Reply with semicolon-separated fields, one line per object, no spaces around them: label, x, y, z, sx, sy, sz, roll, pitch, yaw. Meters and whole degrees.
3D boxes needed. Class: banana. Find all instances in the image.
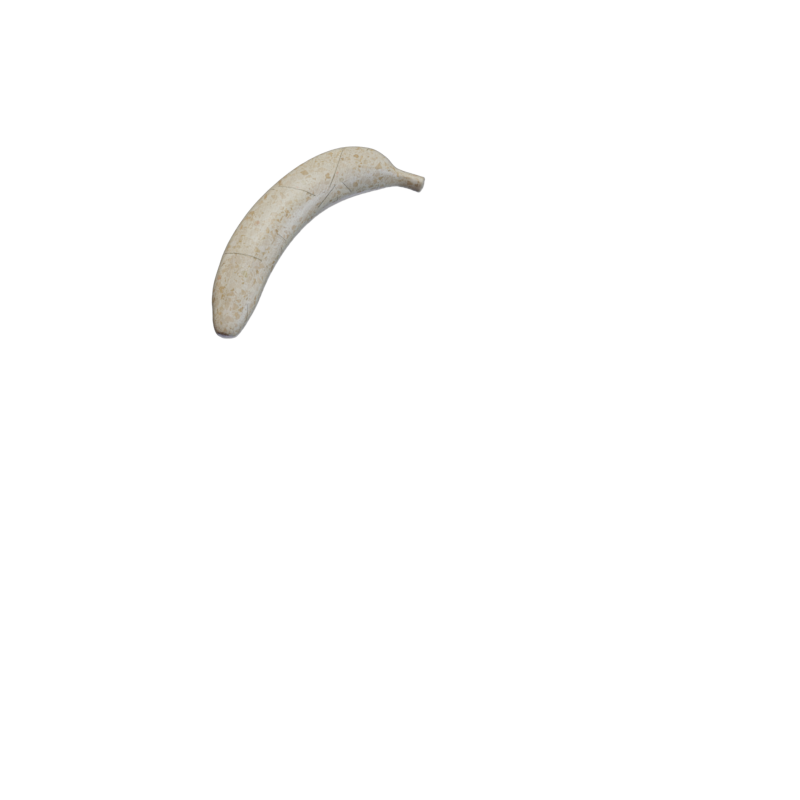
banana;-0.071;-0.125;0.782;0.073;0.200;0.034;40;-23;20
